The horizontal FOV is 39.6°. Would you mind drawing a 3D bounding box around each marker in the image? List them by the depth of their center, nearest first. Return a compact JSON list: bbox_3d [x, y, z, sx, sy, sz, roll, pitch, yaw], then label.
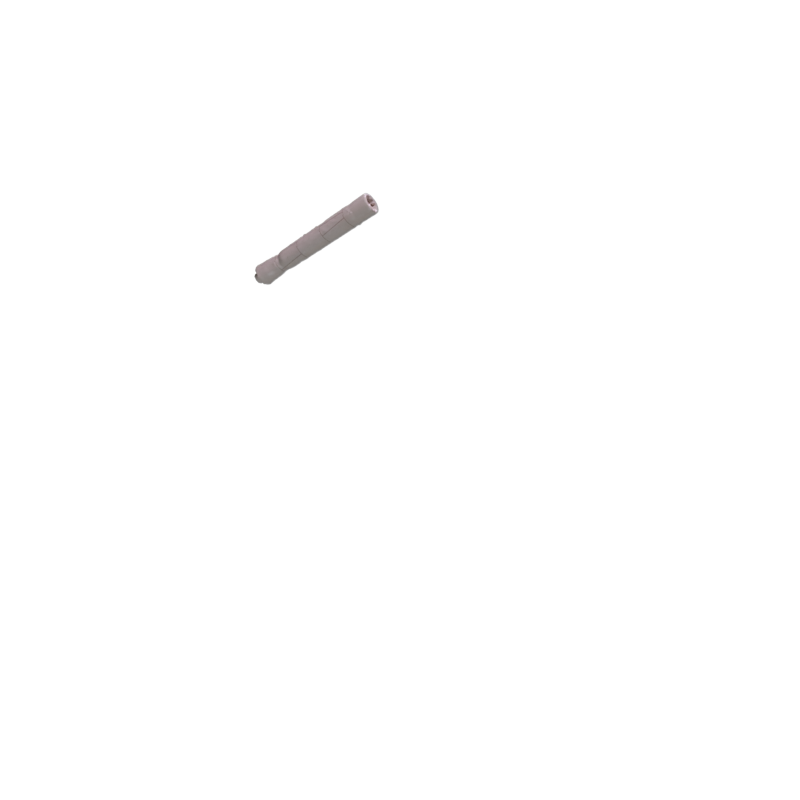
[{"bbox_3d":[-0.070,-0.127,0.891,0.120,0.020,0.019,-30,-10,24],"label":"marker"}]
